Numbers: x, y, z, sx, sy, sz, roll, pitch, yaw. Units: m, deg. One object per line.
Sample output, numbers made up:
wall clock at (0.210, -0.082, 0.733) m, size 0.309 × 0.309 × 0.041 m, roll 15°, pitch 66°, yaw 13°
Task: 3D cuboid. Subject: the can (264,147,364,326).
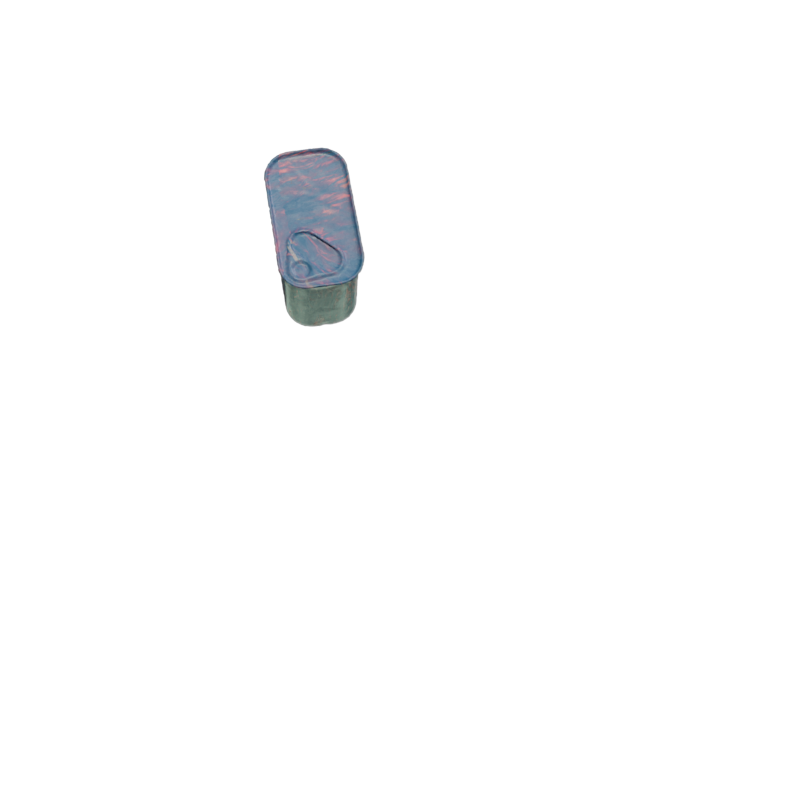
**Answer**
can at (-0.060, -0.110, 0.773) m, size 0.057 × 0.108 × 0.080 m, roll -8°, pitch -21°, yaw -6°
